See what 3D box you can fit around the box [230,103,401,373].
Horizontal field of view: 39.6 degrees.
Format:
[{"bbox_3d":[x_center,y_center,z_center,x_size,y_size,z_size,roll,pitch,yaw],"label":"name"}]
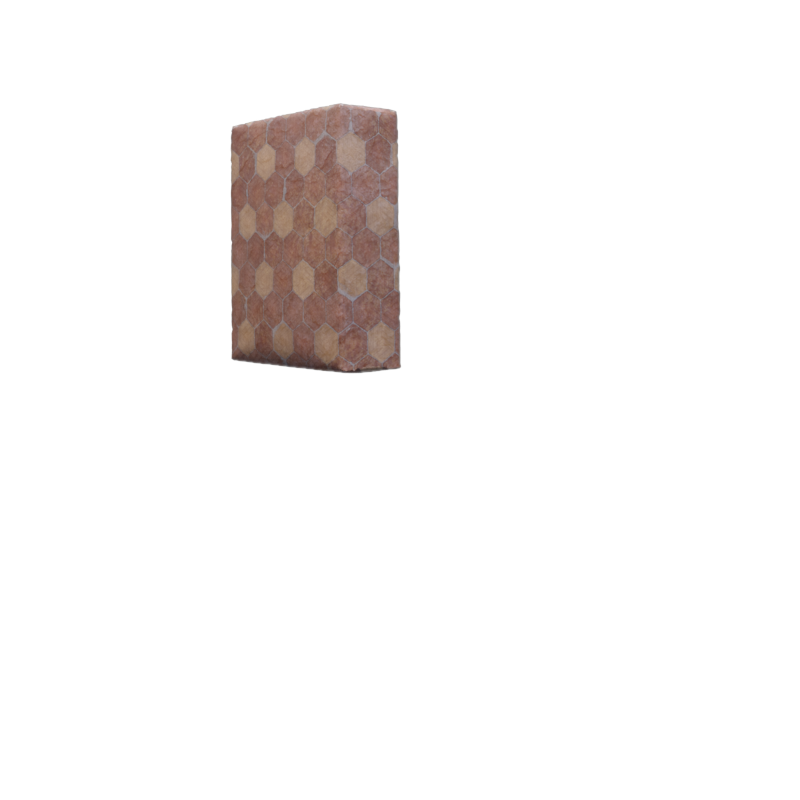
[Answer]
[{"bbox_3d":[-0.074,-0.136,0.951,0.069,0.214,0.170,1,0,-39],"label":"box"}]
